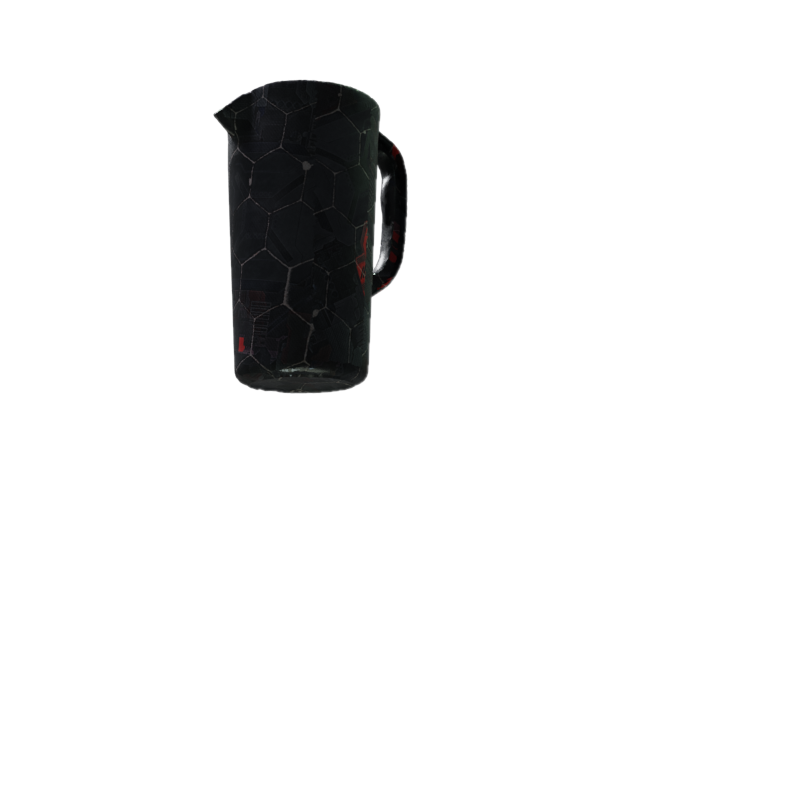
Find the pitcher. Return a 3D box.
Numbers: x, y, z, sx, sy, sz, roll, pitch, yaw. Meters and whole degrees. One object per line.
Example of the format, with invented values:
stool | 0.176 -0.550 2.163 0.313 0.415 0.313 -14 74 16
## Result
pitcher | -0.072 -0.132 0.925 0.151 0.252 0.139 -3 -14 8
